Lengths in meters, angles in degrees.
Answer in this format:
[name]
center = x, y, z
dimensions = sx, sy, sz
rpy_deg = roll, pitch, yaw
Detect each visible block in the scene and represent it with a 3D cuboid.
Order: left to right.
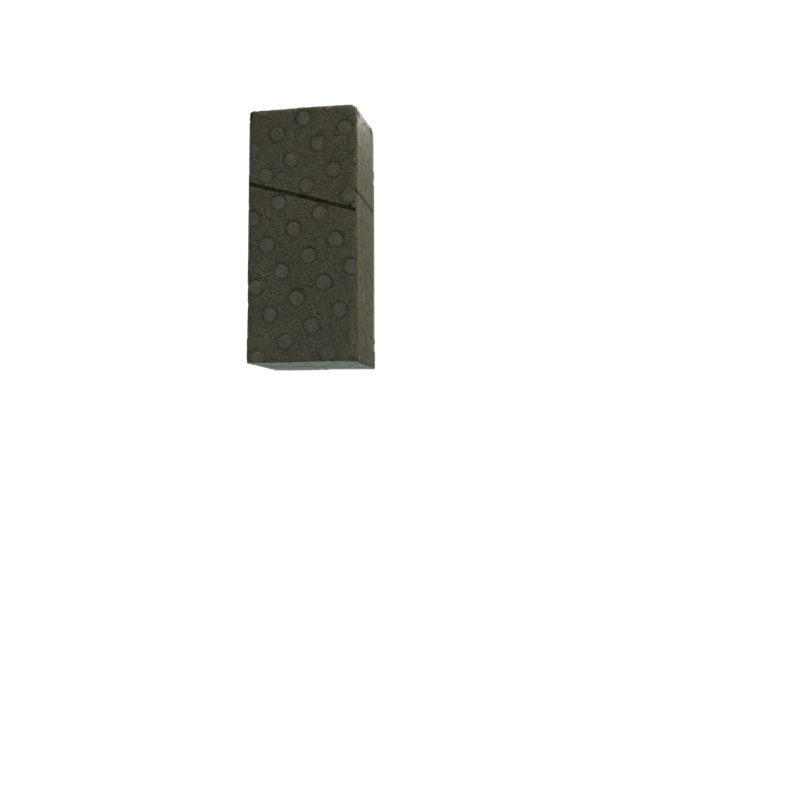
[block]
center = -0.071, -0.131, 0.919
dimensions = 0.091, 0.211, 0.087
rpy_deg = -2, -9, 11
